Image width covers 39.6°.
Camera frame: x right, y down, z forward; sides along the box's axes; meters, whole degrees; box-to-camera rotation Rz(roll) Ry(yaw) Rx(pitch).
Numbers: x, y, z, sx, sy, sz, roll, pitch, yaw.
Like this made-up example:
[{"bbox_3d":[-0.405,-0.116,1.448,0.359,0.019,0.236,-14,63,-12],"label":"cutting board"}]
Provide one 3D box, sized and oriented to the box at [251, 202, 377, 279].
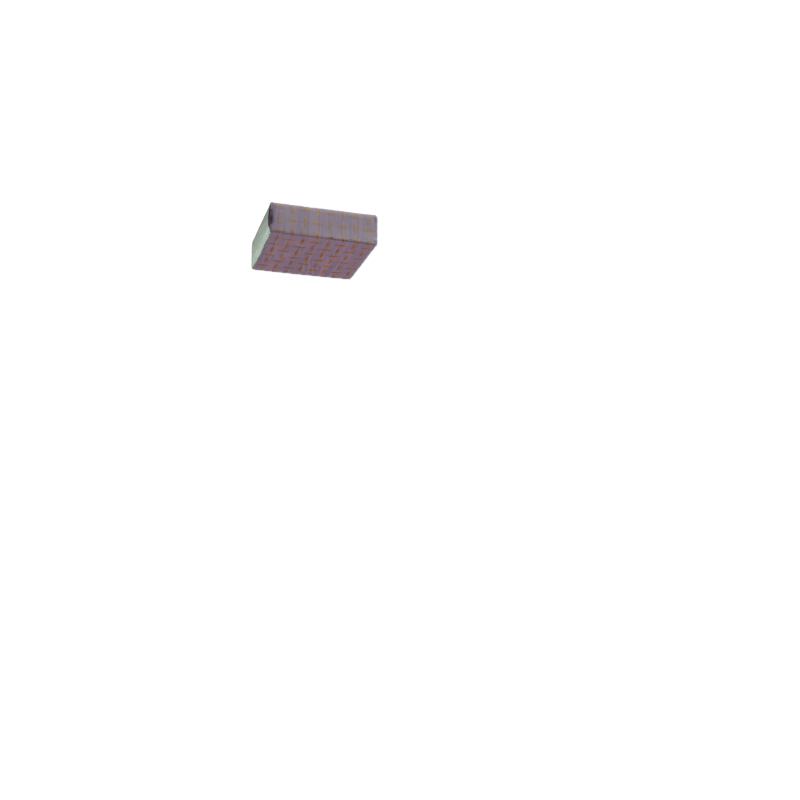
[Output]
[{"bbox_3d":[-0.070,-0.128,0.895,0.087,0.032,0.071,5,-20,-15],"label":"box"}]
